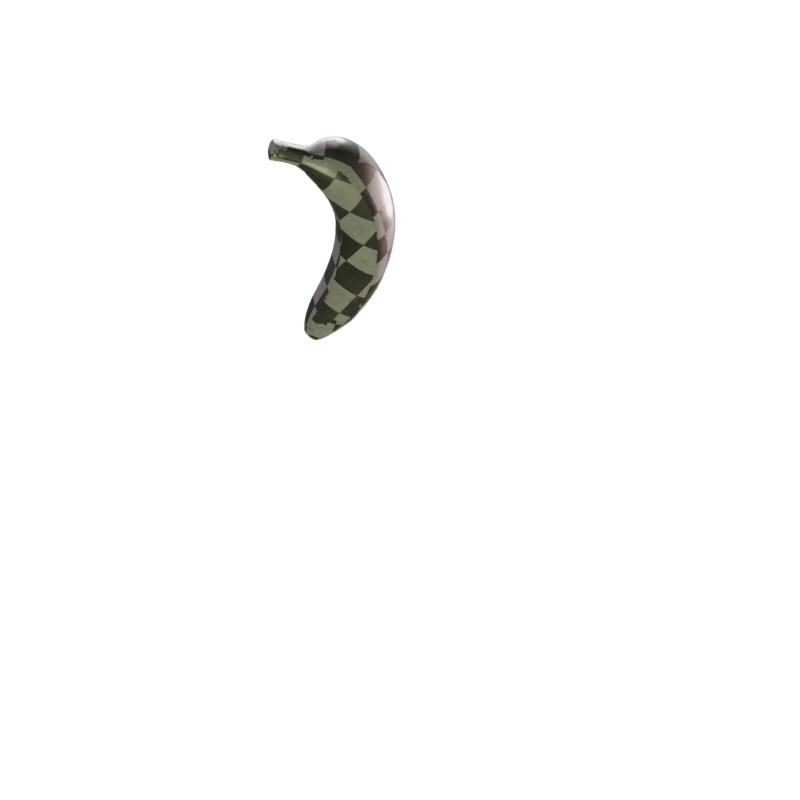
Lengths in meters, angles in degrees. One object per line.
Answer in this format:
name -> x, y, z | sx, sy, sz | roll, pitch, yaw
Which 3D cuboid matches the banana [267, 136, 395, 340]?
banana -> -0.037, -0.104, 0.703 | 0.070, 0.039, 0.184 | -3, -35, 3
